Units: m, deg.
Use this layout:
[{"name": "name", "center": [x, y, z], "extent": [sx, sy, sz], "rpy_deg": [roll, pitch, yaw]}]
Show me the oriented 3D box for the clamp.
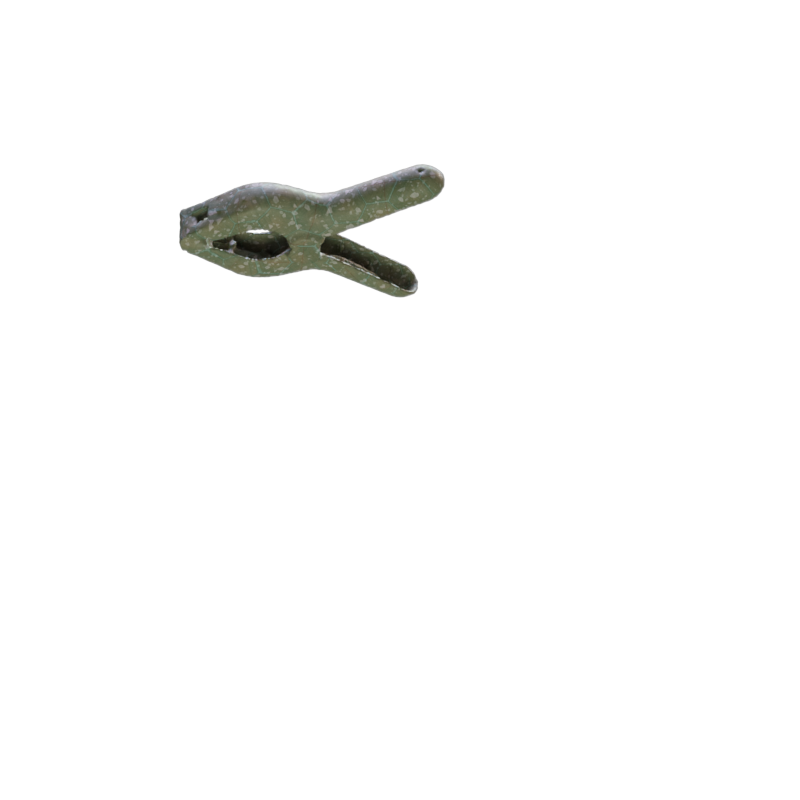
[{"name": "clamp", "center": [-0.057, -0.105, 0.734], "extent": [0.172, 0.042, 0.111], "rpy_deg": [-2, -41, 2]}]
